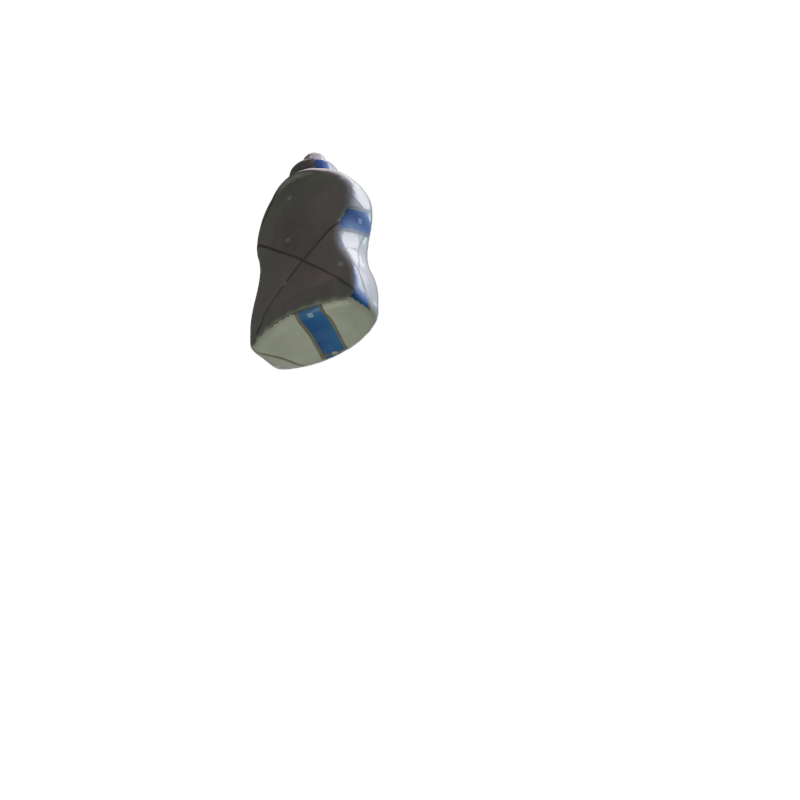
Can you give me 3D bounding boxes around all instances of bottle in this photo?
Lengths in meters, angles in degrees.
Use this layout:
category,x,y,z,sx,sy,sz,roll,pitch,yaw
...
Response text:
category,x,y,z,sx,sy,sz,roll,pitch,yaw
bottle,-0.065,-0.120,0.840,0.096,0.206,0.054,-28,-47,26
